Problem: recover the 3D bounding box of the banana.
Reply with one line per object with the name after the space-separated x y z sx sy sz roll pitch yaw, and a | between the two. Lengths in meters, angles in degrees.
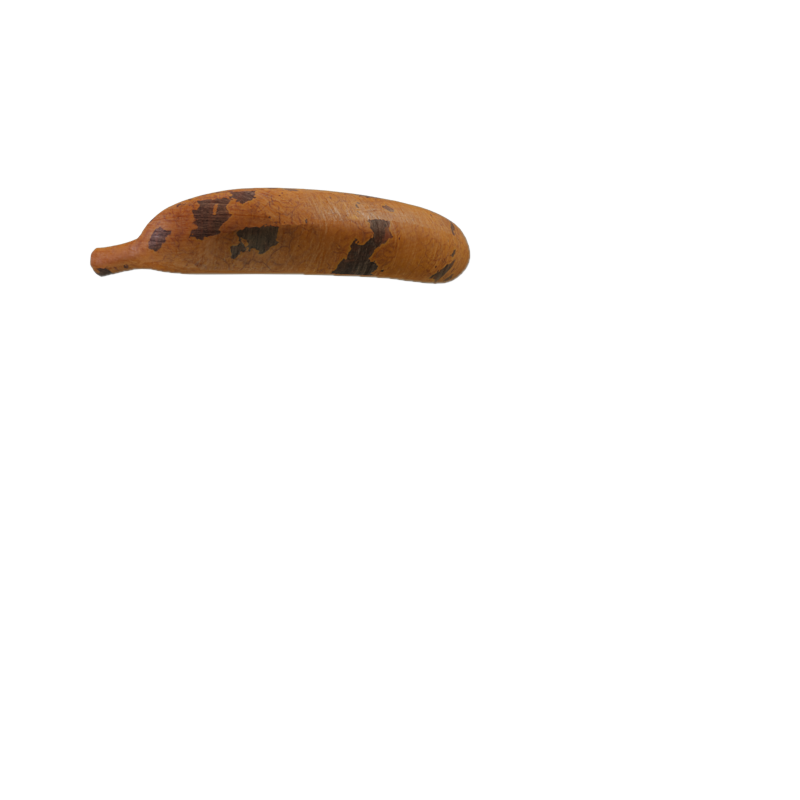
-0.031 -0.071 0.487 0.190 0.037 0.072 -2 2 -35 | banana
